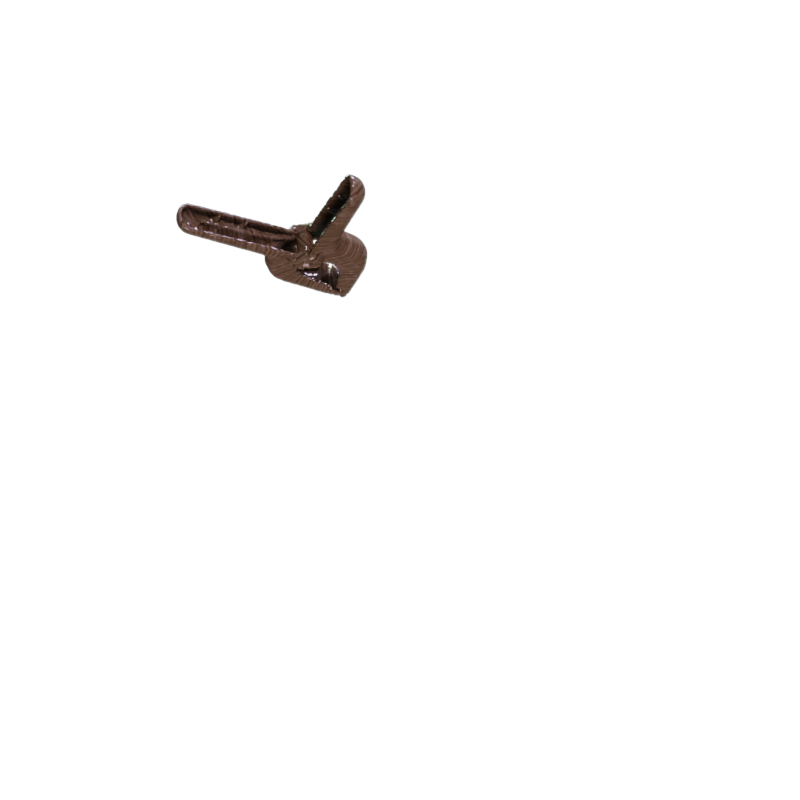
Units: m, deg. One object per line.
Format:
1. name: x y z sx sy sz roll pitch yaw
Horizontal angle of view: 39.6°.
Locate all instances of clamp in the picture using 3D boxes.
1. clamp: -0.077 -0.141 0.986 0.168 0.038 0.196 -8 -18 23
